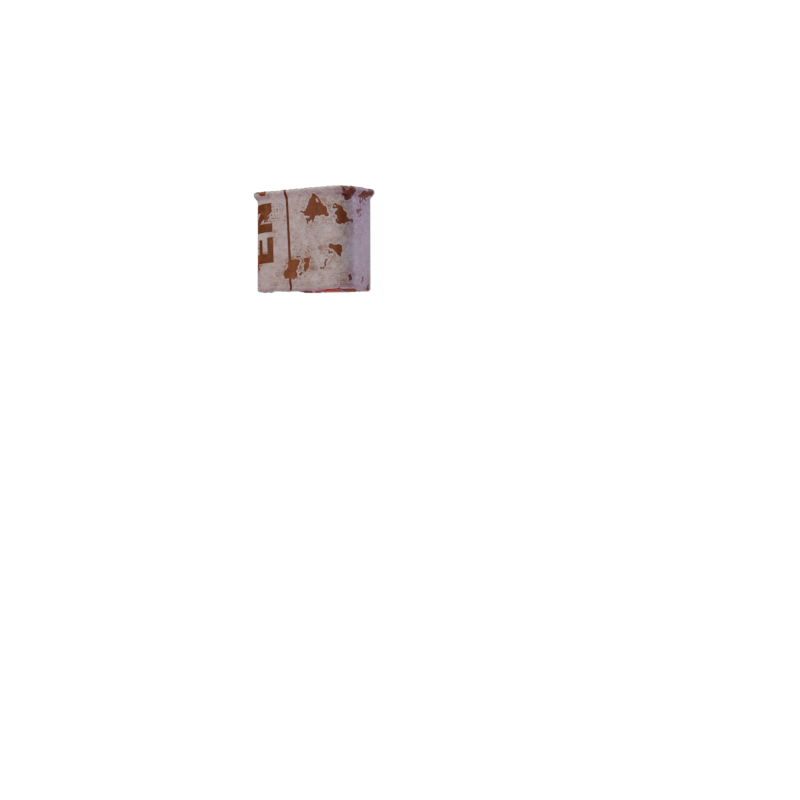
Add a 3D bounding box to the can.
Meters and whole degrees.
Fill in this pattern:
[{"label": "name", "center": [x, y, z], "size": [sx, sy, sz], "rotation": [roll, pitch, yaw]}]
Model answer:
[{"label": "can", "center": [-0.072, -0.132, 0.922], "size": [0.105, 0.085, 0.055], "rotation": [0, -2, 33]}]
